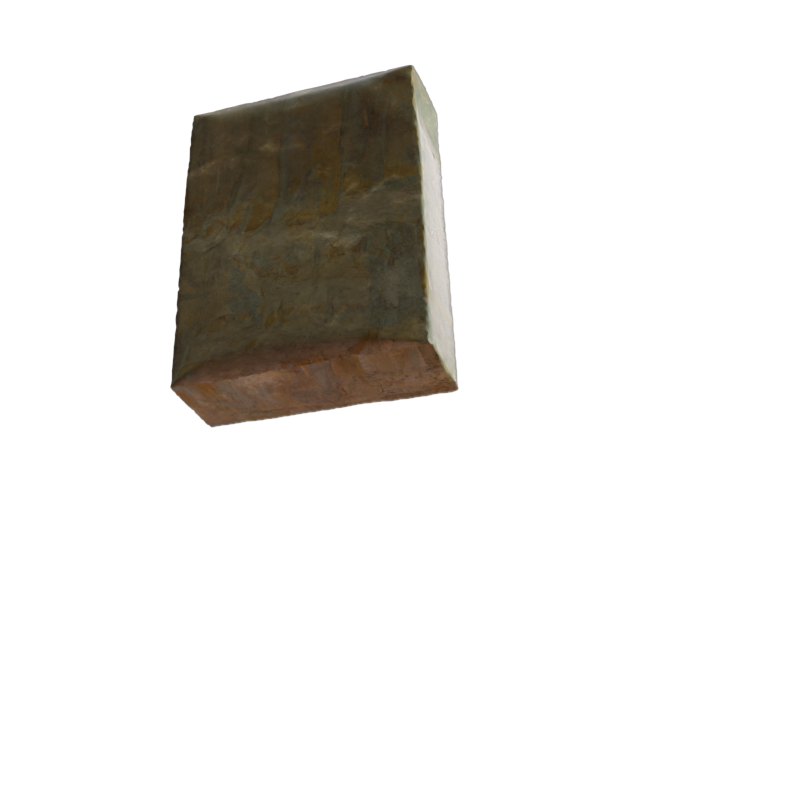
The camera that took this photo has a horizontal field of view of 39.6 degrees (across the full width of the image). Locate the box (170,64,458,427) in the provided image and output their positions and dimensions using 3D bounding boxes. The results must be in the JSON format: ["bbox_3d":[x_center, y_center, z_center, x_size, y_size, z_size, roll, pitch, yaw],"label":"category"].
[{"bbox_3d":[-0.056,-0.102,0.715,0.166,0.228,0.066,-10,-31,15],"label":"box"}]
